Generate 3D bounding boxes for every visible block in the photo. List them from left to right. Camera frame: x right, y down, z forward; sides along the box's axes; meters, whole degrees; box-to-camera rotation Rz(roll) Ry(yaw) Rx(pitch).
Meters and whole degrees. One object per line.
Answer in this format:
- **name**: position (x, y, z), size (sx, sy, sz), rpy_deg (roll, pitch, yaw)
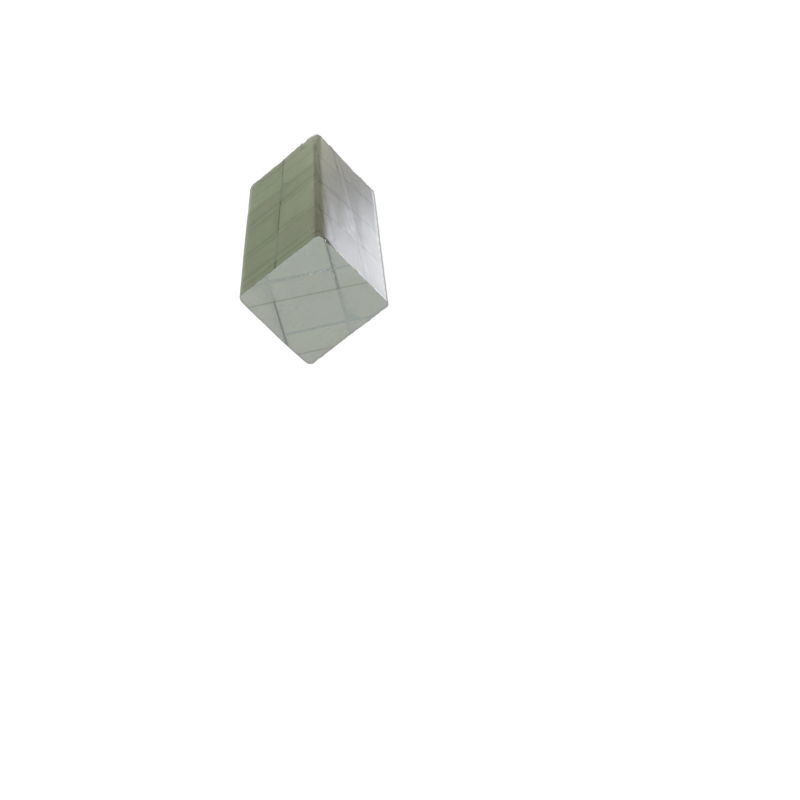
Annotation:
- **block**: position (-0.077, -0.140, 0.982), size (0.090, 0.085, 0.220), rpy_deg (-37, 29, 19)
